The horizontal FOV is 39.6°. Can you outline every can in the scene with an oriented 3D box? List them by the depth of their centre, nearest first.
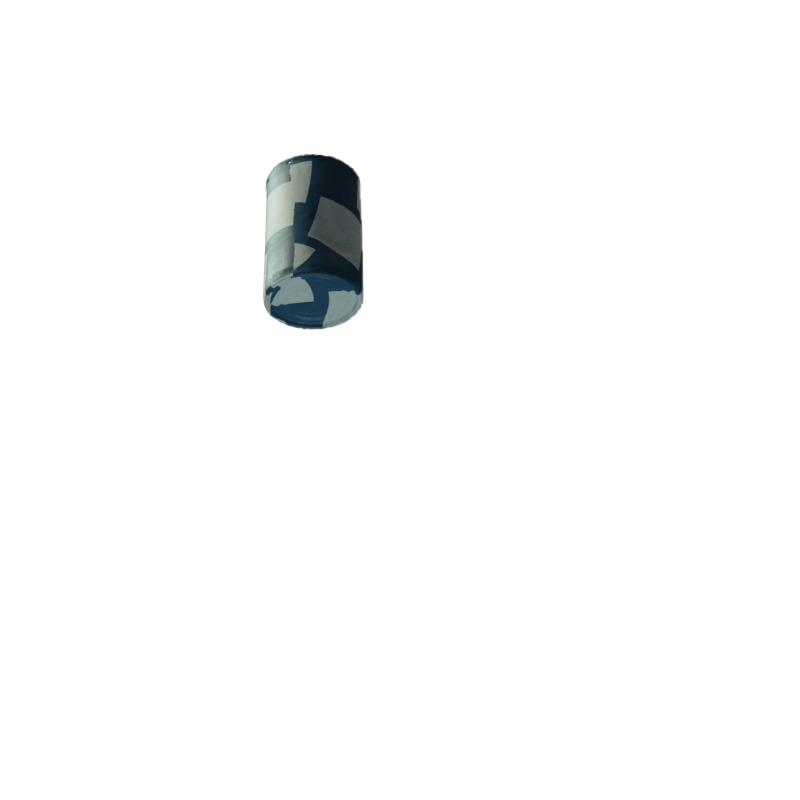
[{"bbox_3d":[-0.059,-0.108,0.759,0.068,0.109,0.064,-1,-34,-2],"label":"can"}]
